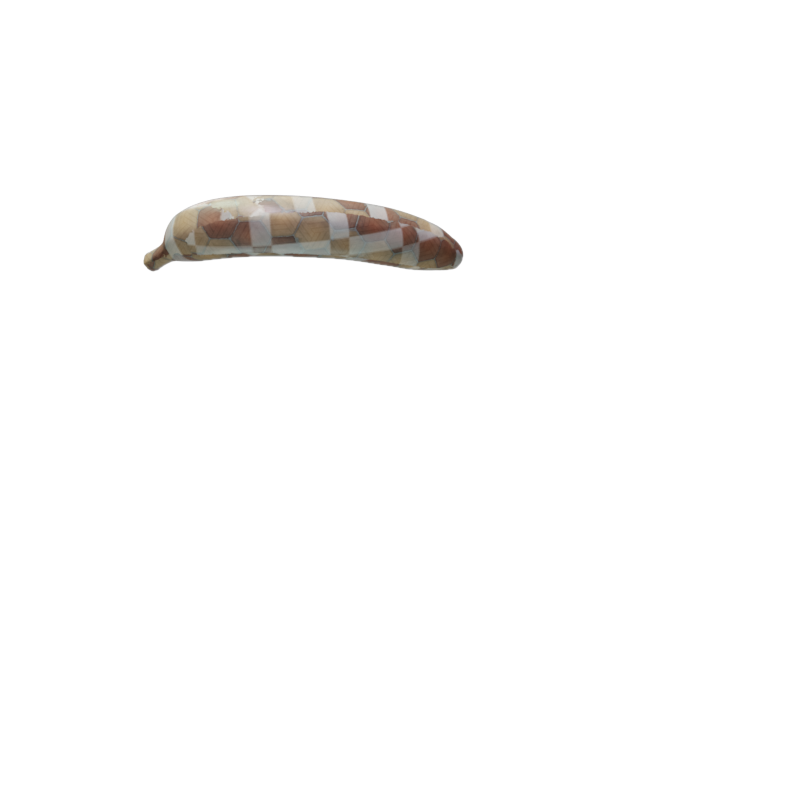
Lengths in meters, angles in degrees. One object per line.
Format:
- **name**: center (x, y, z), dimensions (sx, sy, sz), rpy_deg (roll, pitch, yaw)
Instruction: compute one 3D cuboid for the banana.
- **banana**: center (-0.053, -0.099, 0.661), dimensions (0.196, 0.038, 0.068), rpy_deg (1, -7, -7)
